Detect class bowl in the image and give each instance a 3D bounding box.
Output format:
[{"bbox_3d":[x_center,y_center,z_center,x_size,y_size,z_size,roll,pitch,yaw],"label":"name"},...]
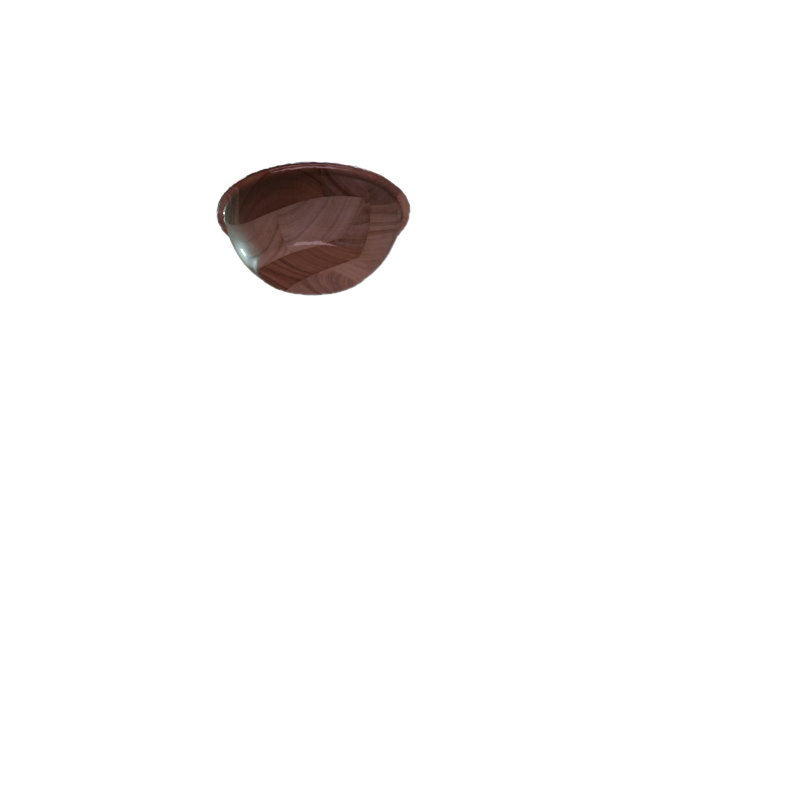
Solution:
[{"bbox_3d":[-0.071,-0.130,0.911,0.162,0.058,0.153,1,-23,-2],"label":"bowl"}]
